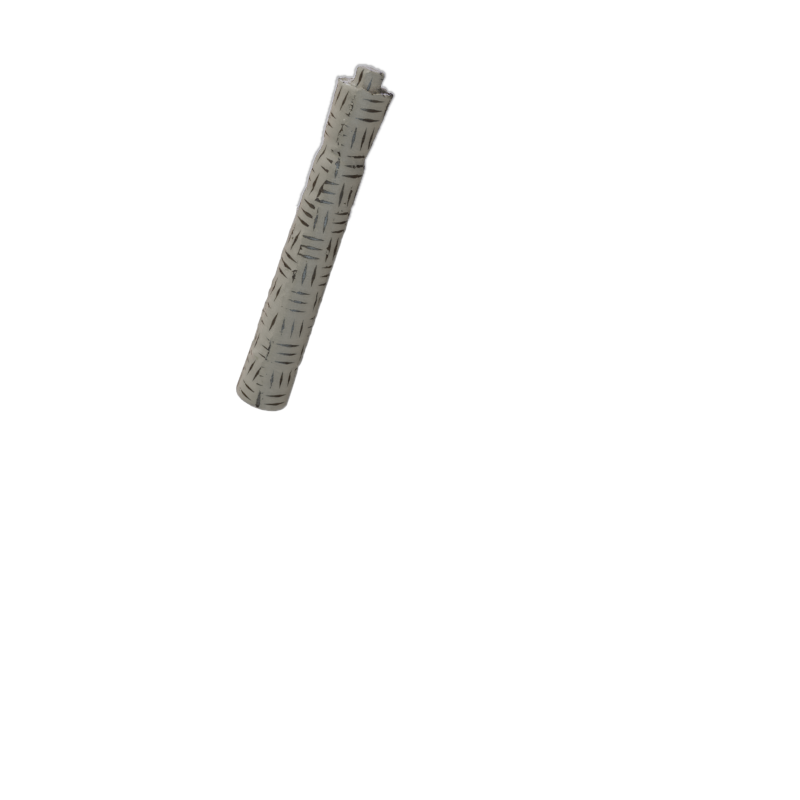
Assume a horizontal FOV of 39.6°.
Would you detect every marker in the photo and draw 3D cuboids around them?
[{"bbox_3d":[-0.029,-0.053,0.368,0.019,0.117,0.021,17,19,-9],"label":"marker"}]
